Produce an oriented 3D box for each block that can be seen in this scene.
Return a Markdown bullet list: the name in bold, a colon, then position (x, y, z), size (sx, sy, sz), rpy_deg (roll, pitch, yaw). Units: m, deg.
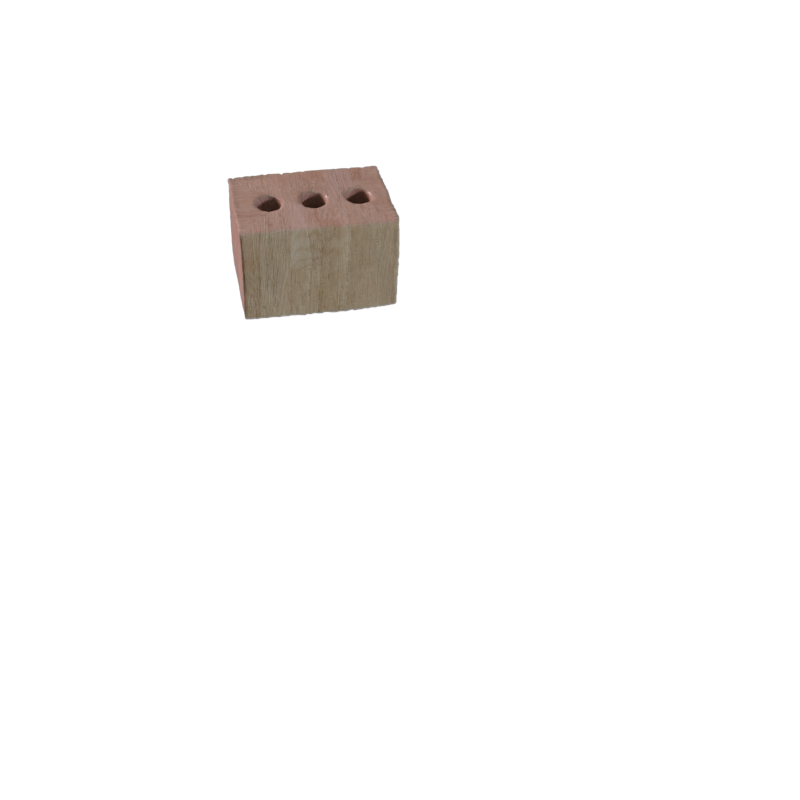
- **block**: position (-0.043, -0.078, 0.545), size (0.077, 0.048, 0.057), rpy_deg (-7, 39, -9)
